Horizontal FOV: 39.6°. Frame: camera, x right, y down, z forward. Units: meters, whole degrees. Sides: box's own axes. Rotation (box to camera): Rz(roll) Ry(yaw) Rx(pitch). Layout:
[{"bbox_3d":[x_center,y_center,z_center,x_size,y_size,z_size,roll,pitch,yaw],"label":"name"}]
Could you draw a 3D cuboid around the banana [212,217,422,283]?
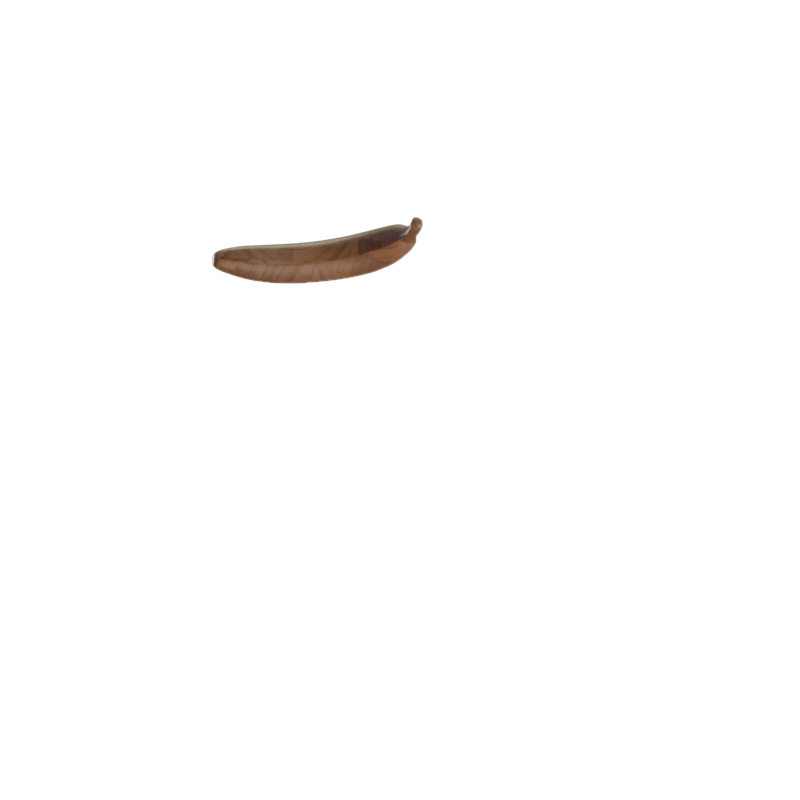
[{"bbox_3d":[-0.068,-0.134,1.001,0.200,0.039,0.064,-9,-31,16],"label":"banana"}]
